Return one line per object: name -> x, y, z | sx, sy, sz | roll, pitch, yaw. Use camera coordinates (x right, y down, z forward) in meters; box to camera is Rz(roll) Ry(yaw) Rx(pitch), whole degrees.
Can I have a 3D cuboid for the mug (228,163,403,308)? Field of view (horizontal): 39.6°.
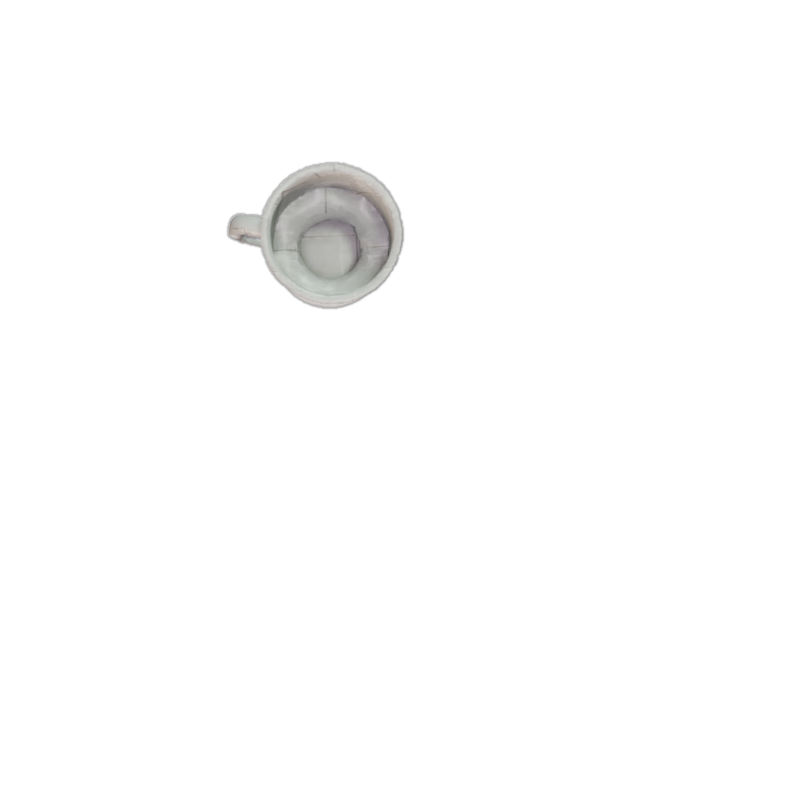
mug -> -0.059, -0.108, 0.758 | 0.117, 0.095, 0.080 | 6, -7, -1
